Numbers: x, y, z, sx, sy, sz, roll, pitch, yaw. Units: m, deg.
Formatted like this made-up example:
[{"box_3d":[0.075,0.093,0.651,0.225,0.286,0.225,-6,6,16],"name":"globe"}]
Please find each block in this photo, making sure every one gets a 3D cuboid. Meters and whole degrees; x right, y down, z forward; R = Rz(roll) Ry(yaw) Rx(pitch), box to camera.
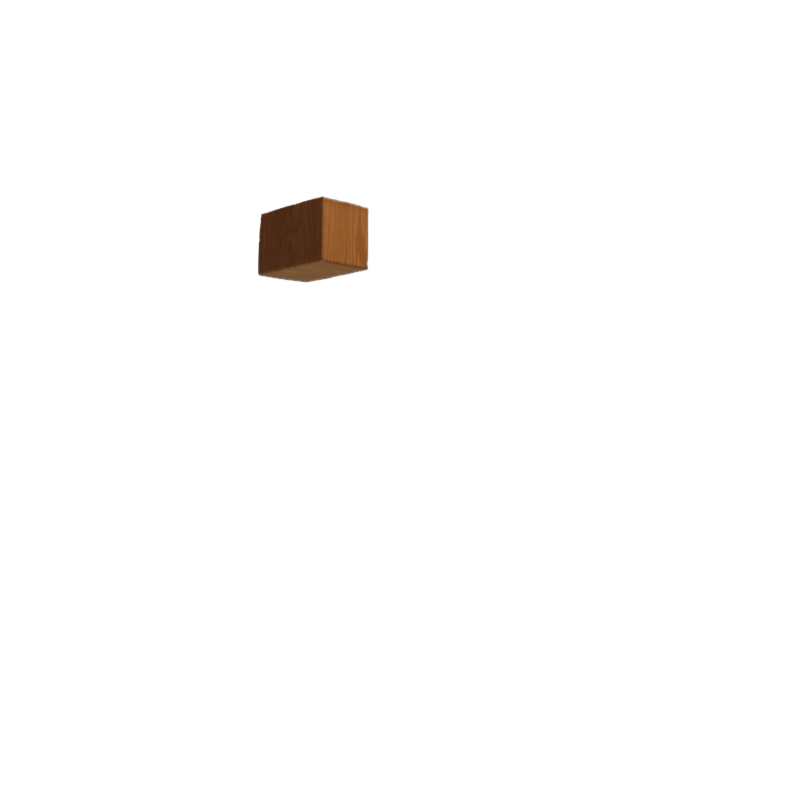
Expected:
[{"box_3d":[-0.069,-0.126,0.884,0.050,0.053,0.080,8,-11,-44],"name":"block"}]
